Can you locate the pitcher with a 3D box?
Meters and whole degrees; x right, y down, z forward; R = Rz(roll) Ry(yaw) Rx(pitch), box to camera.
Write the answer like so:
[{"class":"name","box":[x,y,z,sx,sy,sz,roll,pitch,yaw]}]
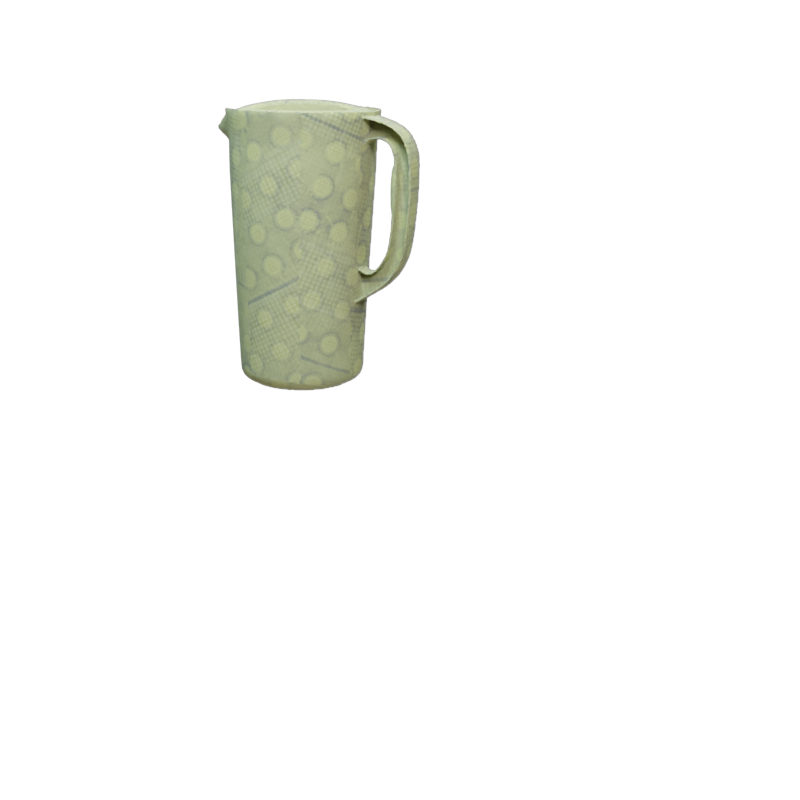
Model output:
[{"class":"pitcher","box":[-0.075,-0.136,0.955,0.142,0.237,0.156,-3,13,-19]}]
